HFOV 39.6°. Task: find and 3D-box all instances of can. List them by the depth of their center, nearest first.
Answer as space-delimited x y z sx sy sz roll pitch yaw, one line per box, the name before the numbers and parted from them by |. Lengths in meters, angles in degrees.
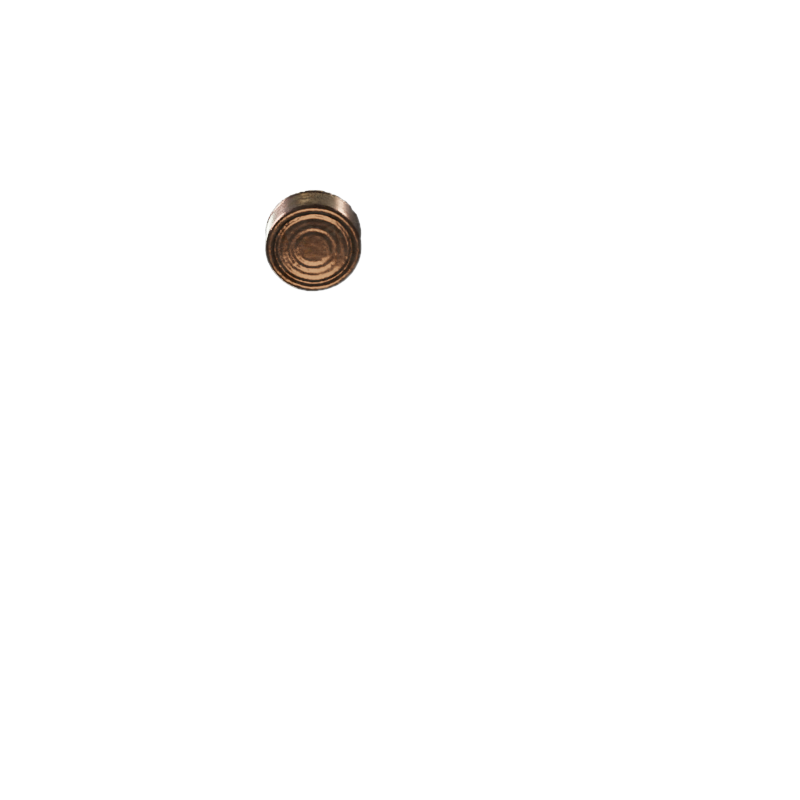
can | -0.077 -0.140 0.978 0.086 0.081 0.036 1 29 -1
